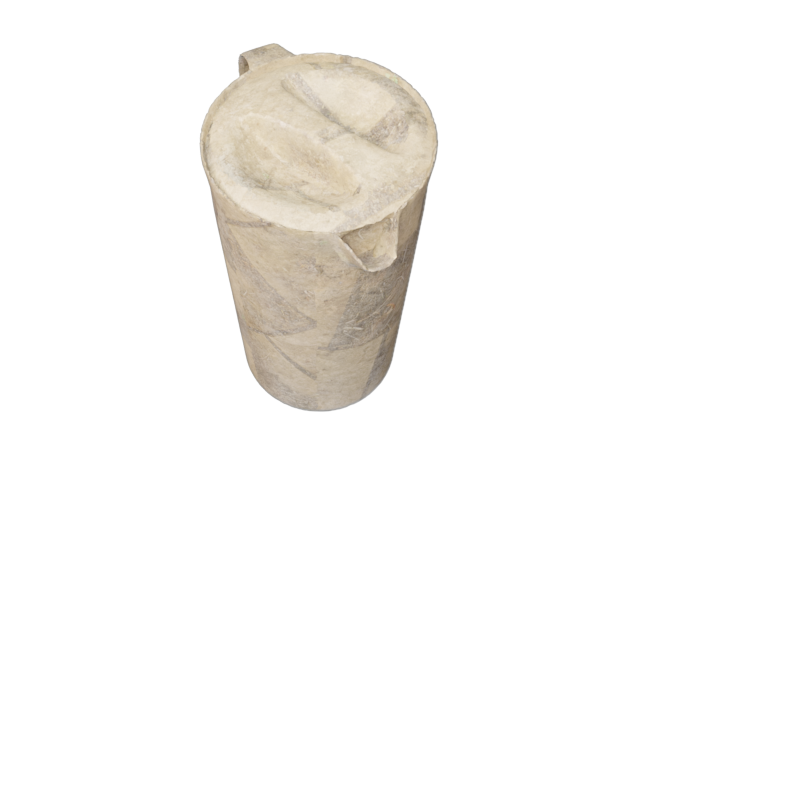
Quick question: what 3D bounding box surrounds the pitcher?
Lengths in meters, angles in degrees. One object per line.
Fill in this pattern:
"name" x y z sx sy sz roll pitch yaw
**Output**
"pitcher" -0.056 -0.102 0.715 0.148 0.156 0.228 17 -31 7
